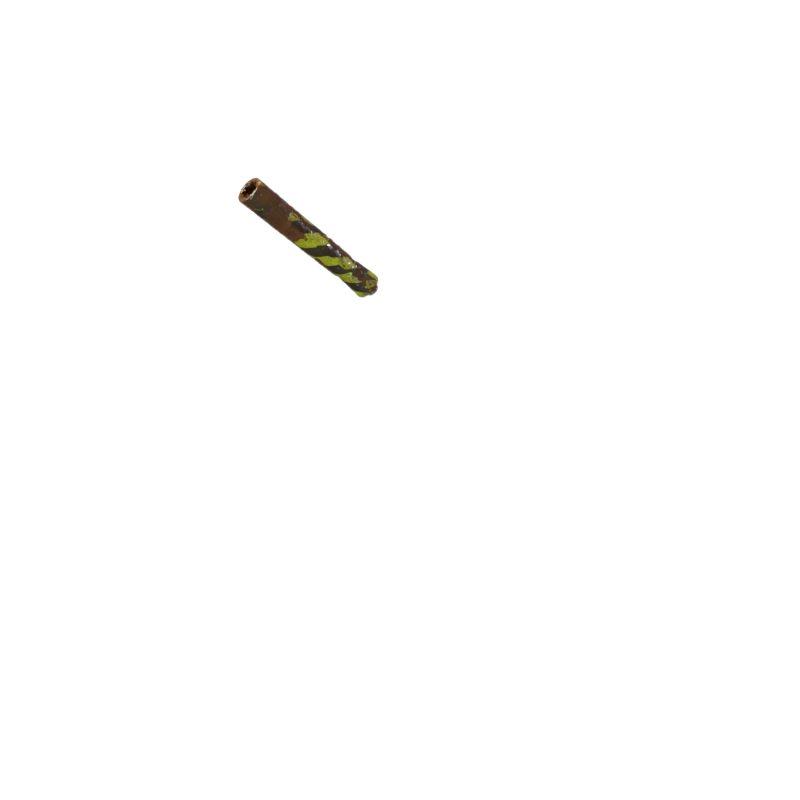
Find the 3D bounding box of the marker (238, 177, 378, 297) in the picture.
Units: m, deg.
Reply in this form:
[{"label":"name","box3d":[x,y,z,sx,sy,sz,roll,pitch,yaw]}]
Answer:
[{"label":"marker","box3d":[-0.057,-0.103,0.724,0.113,0.020,0.021,37,-19,-32]}]
